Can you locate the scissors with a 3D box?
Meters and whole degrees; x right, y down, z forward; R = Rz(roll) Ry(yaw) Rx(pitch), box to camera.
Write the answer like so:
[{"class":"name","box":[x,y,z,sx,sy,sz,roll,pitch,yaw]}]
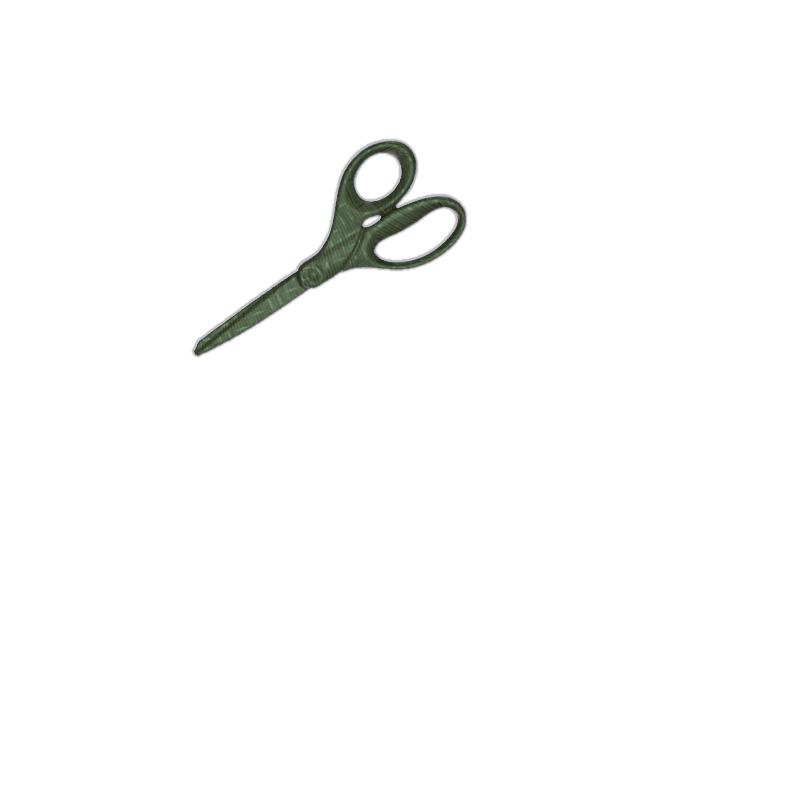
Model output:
[{"class":"scissors","box":[-0.057,-0.104,0.731,0.202,0.094,0.016,-19,10,3]}]
